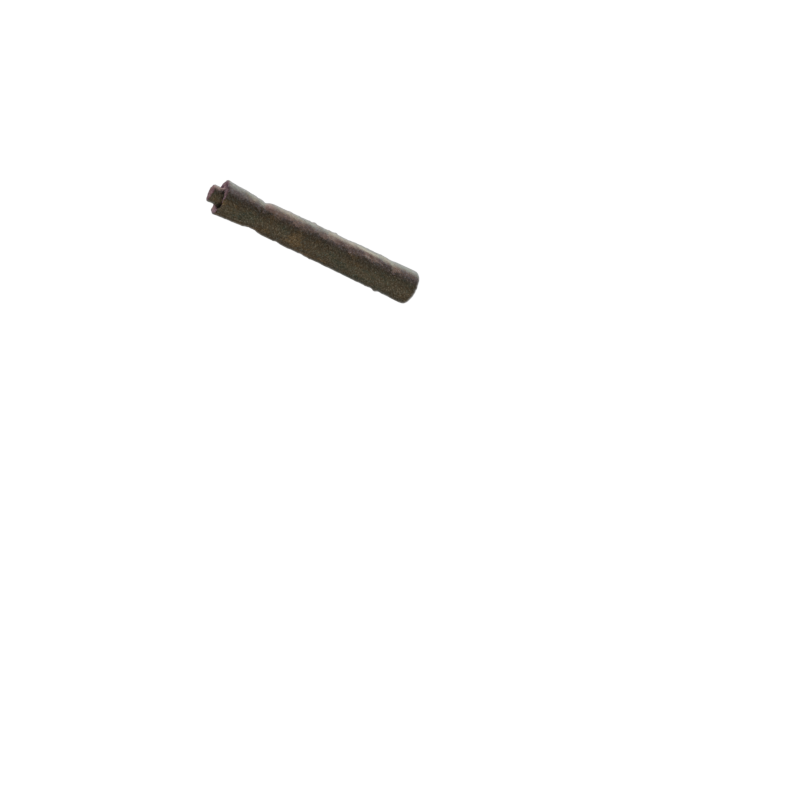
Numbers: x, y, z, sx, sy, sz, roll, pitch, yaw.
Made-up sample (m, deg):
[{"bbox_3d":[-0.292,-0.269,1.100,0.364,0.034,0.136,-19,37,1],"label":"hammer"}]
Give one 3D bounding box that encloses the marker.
[{"bbox_3d":[-0.045,-0.082,0.571,0.116,0.020,0.020,24,-6,-20],"label":"marker"}]
